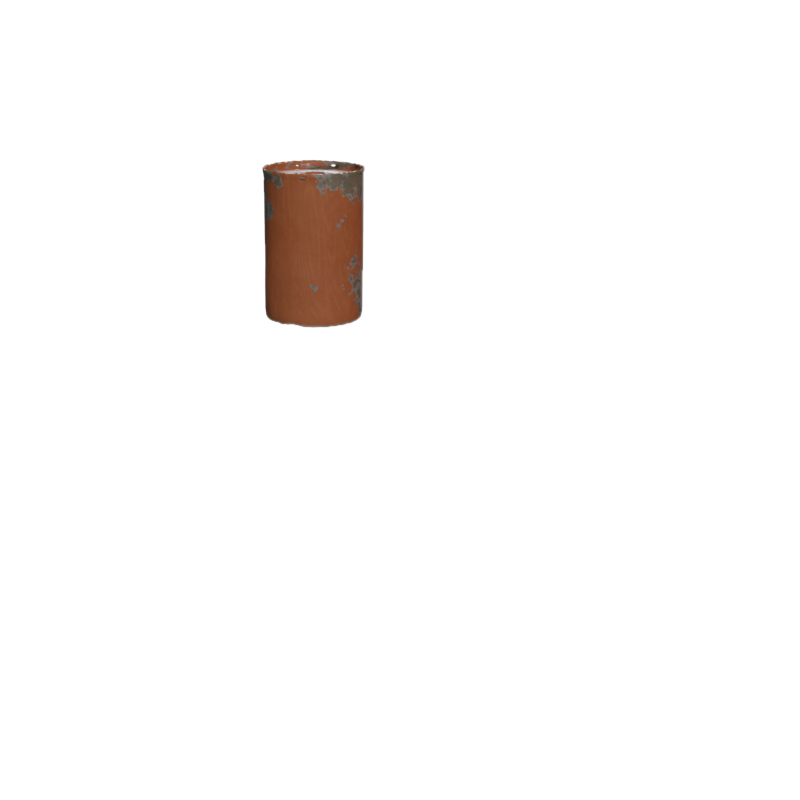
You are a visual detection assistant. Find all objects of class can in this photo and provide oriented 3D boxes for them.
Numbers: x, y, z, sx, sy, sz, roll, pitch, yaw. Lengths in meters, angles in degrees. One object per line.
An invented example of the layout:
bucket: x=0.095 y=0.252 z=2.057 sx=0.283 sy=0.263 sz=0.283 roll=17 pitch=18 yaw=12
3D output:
can: x=-0.058 y=-0.106 z=0.744 sx=0.068 sy=0.099 sz=0.071 roll=0 pitch=14 yaw=-2
